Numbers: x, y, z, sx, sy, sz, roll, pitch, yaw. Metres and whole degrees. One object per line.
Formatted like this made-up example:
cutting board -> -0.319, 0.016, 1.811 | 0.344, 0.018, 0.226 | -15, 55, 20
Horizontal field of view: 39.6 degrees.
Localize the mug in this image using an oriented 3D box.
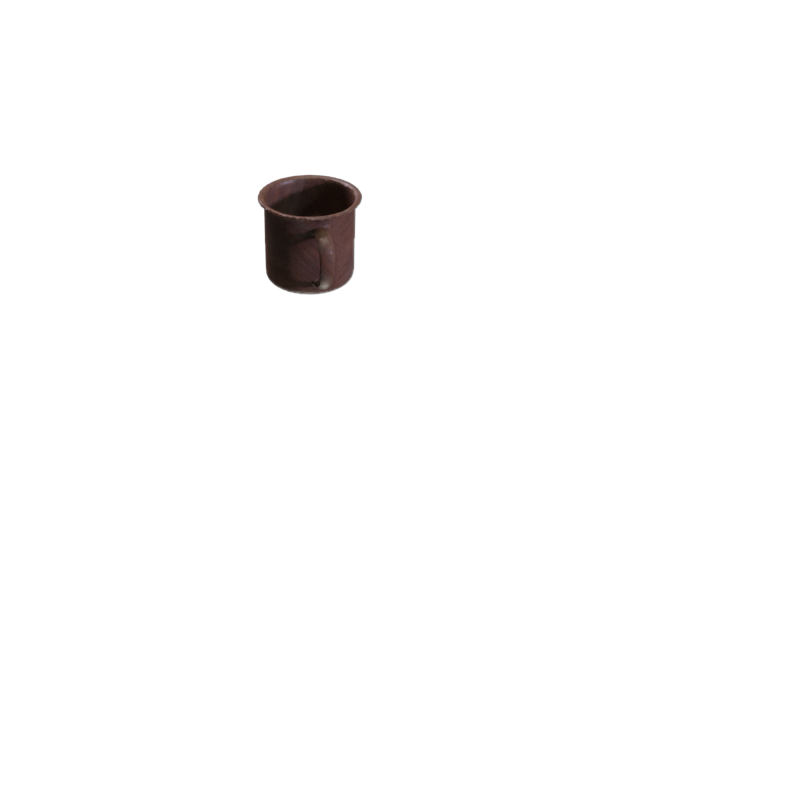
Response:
mug -> -0.078, -0.142, 0.994 | 0.092, 0.077, 0.126 | -9, 33, -16
